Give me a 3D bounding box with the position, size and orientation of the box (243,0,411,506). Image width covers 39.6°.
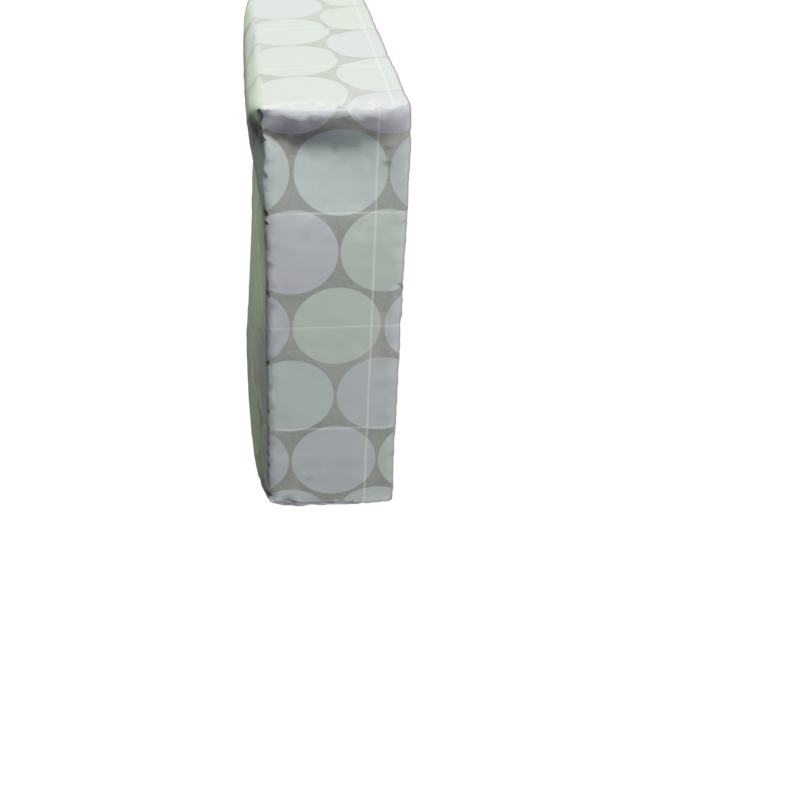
[{"bbox_3d":[-0.044,-0.081,0.567,0.071,0.201,0.176,-3,32,-8],"label":"box"}]
